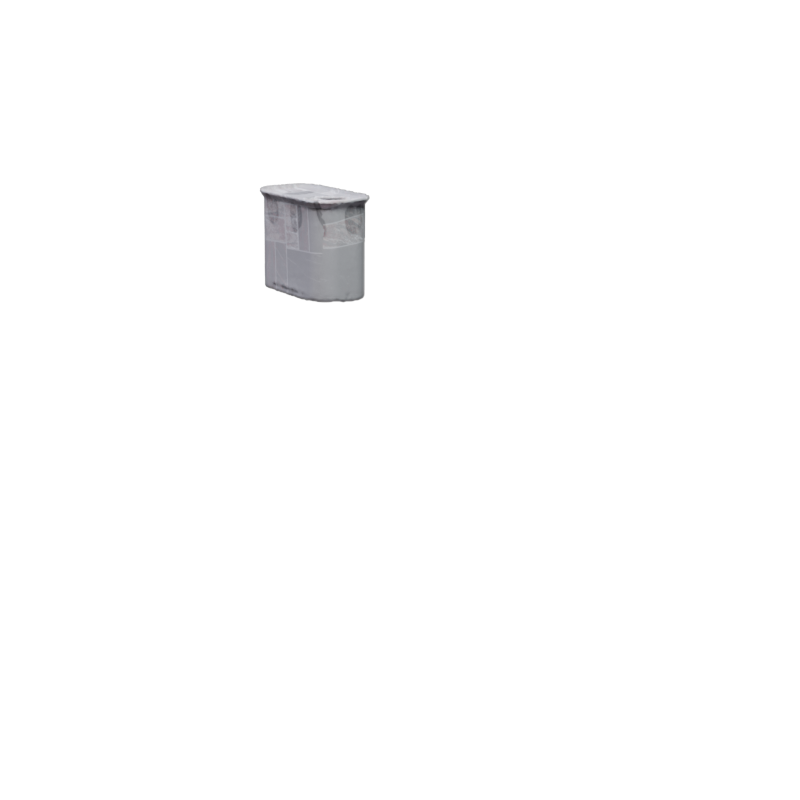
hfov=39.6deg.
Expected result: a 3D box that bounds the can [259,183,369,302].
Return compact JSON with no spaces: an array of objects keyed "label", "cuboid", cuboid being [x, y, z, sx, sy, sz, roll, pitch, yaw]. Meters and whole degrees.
[{"label":"can","cuboid":[-0.071,-0.130,0.909,0.056,0.081,0.108,-9,18,-35]}]
